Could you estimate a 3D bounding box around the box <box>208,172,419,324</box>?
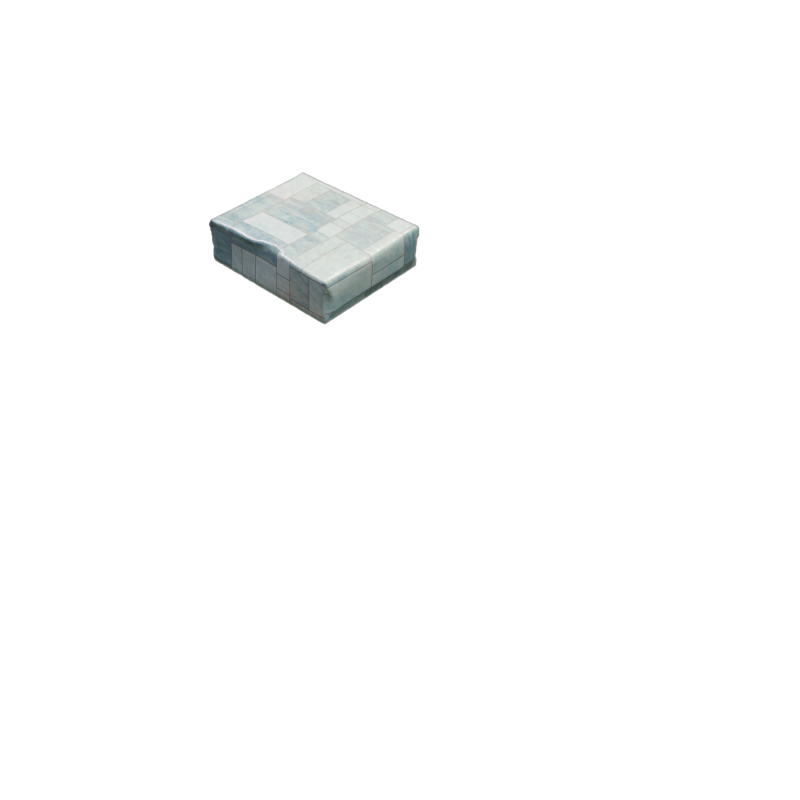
[{"bbox_3d":[-0.047,-0.085,0.598,0.095,0.028,0.073,30,47,32],"label":"box"}]
